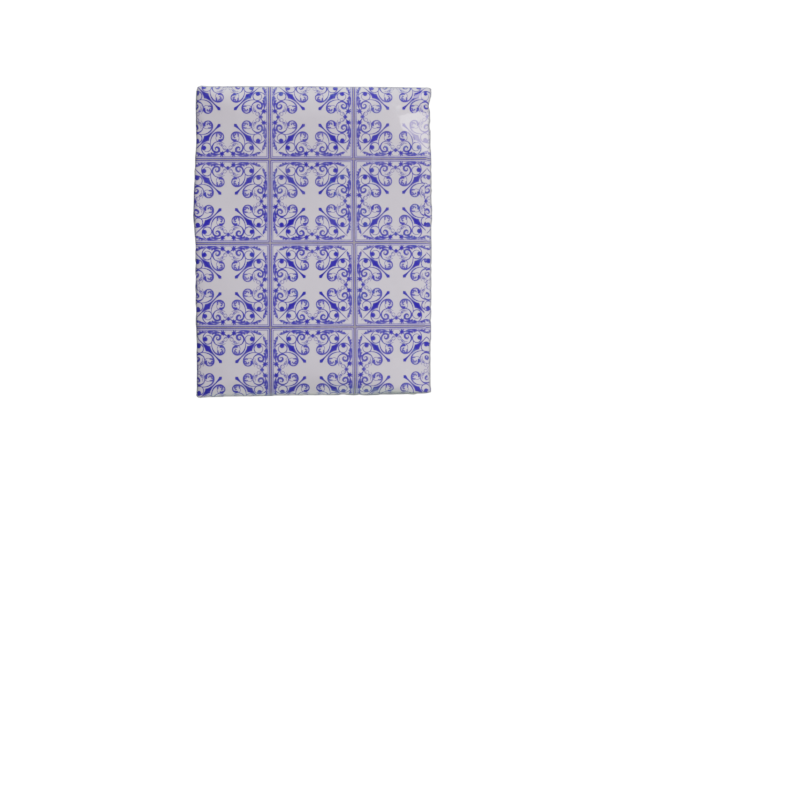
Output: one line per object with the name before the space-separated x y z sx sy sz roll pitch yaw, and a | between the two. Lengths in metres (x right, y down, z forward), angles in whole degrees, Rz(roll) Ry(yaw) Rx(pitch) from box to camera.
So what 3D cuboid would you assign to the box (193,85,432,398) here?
box | -0.061 -0.111 0.778 0.164 0.213 0.072 0 2 -2
